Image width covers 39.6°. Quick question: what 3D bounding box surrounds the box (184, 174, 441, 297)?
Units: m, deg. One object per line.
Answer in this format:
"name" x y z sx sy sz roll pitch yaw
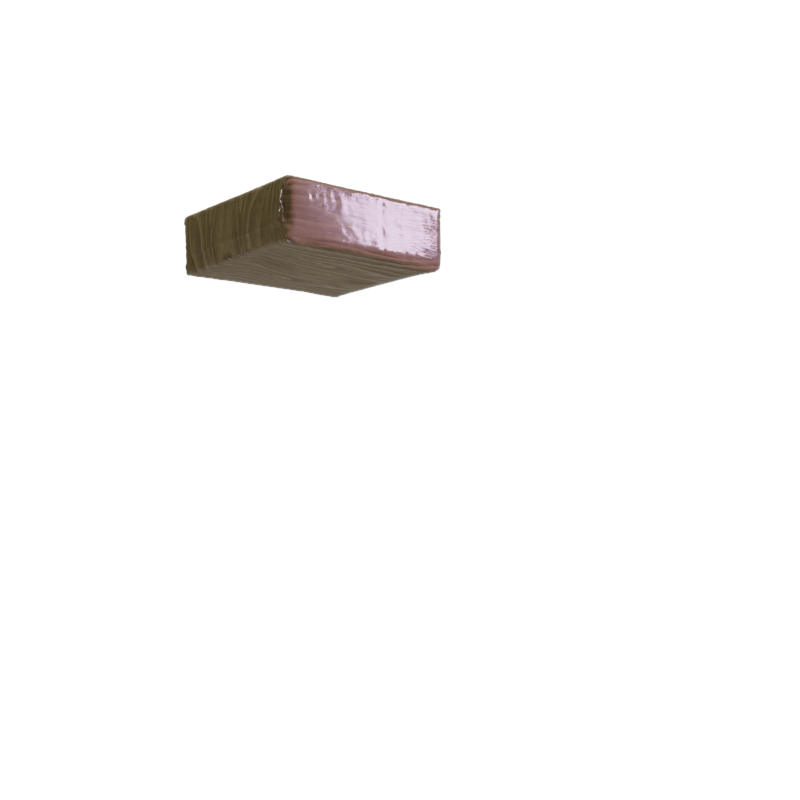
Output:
"box" -0.047 -0.086 0.602 0.108 0.040 0.092 7 -11 -42
